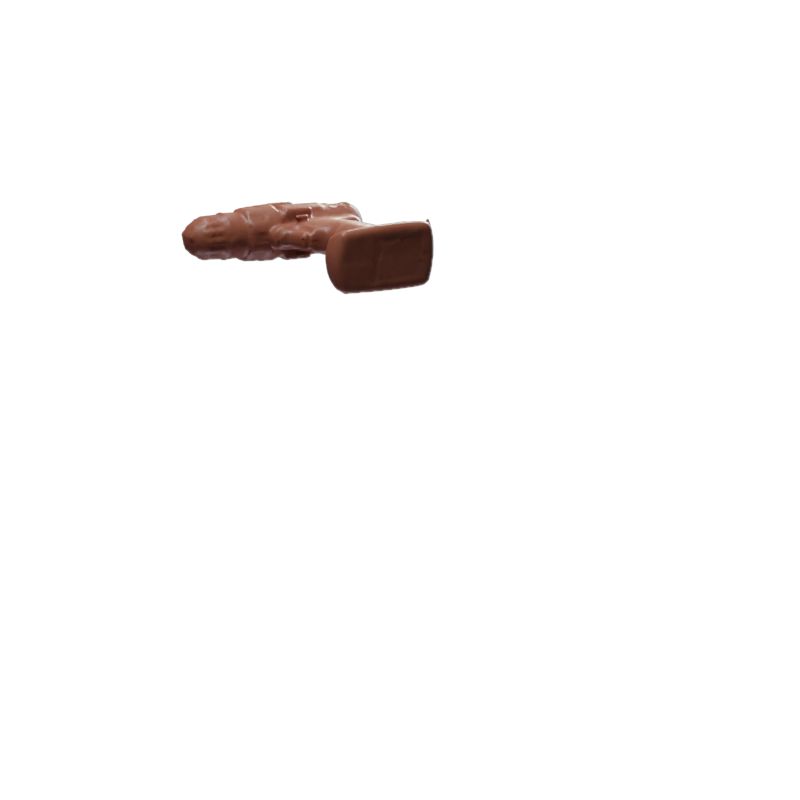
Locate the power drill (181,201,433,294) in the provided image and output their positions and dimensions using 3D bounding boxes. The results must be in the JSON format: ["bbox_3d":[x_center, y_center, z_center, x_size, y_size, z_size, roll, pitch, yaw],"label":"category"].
[{"bbox_3d":[-0.077,-0.140,0.978,0.180,0.055,0.199,-13,23,-33],"label":"power drill"}]
